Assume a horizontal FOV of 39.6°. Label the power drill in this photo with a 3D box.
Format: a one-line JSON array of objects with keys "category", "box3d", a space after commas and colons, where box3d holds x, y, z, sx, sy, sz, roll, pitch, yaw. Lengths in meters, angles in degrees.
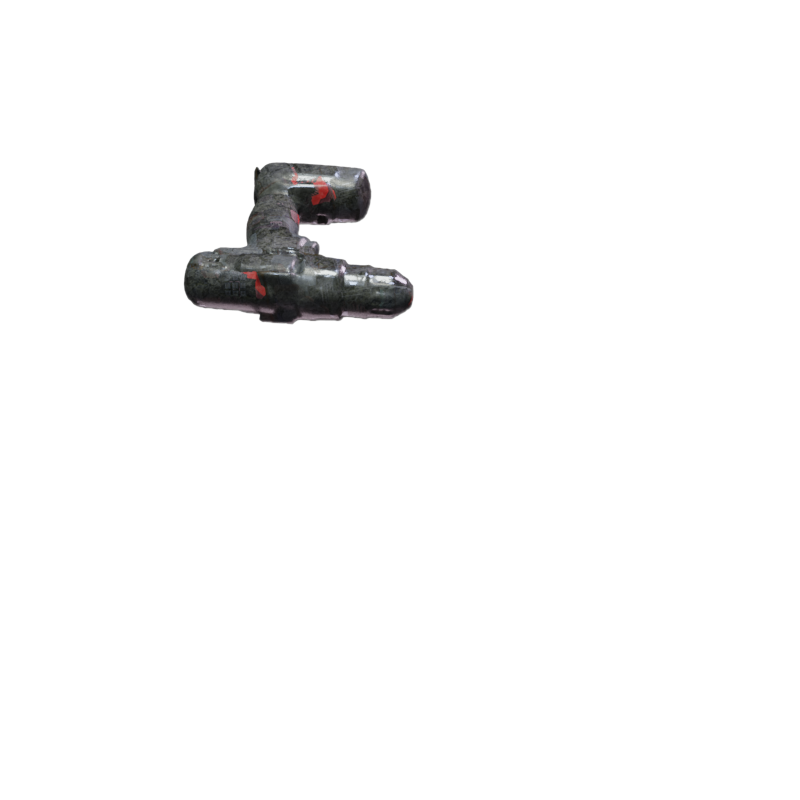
[{"category": "power drill", "box3d": [-0.074, -0.134, 0.939, 0.187, 0.054, 0.198, 5, 36, 7]}]
